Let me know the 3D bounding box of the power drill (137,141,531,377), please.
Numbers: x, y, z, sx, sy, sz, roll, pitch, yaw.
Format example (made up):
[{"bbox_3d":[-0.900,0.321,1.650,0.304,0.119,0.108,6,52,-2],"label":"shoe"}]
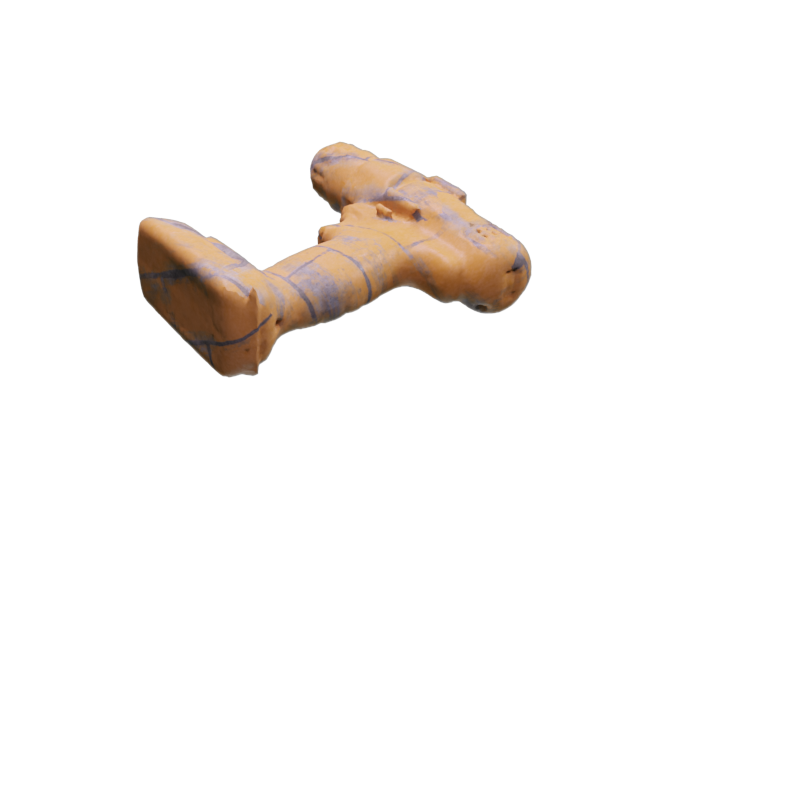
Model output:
[{"bbox_3d":[-0.049,-0.090,0.627,0.185,0.054,0.198,-21,39,-29],"label":"power drill"}]
